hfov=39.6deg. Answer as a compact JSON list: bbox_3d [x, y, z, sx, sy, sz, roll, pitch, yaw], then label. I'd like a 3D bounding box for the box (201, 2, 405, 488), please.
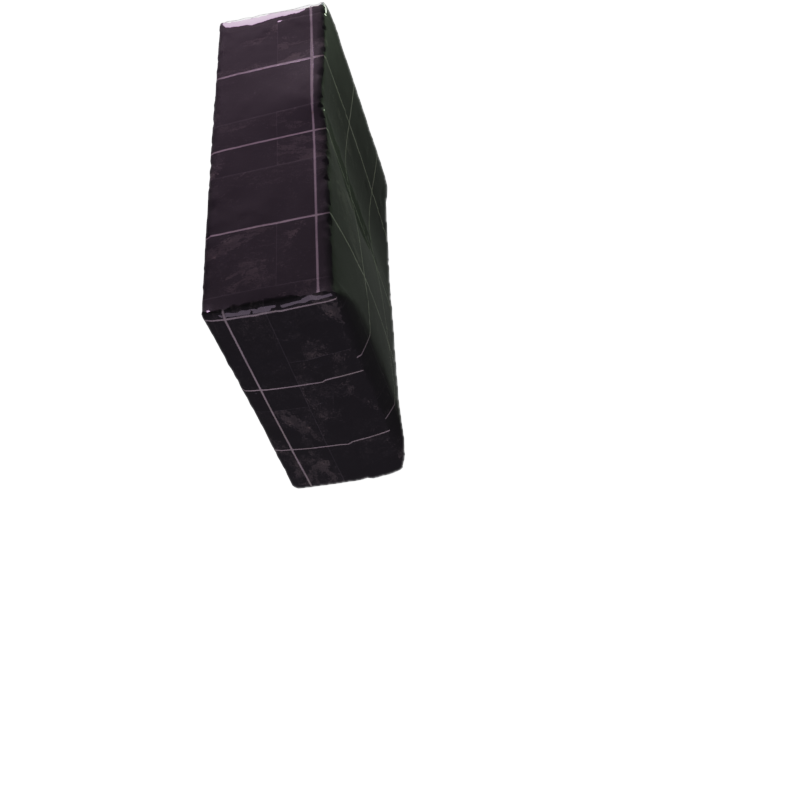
[{"bbox_3d":[-0.048,-0.087,0.610,0.072,0.229,0.151,-10,-38,8],"label":"box"}]
